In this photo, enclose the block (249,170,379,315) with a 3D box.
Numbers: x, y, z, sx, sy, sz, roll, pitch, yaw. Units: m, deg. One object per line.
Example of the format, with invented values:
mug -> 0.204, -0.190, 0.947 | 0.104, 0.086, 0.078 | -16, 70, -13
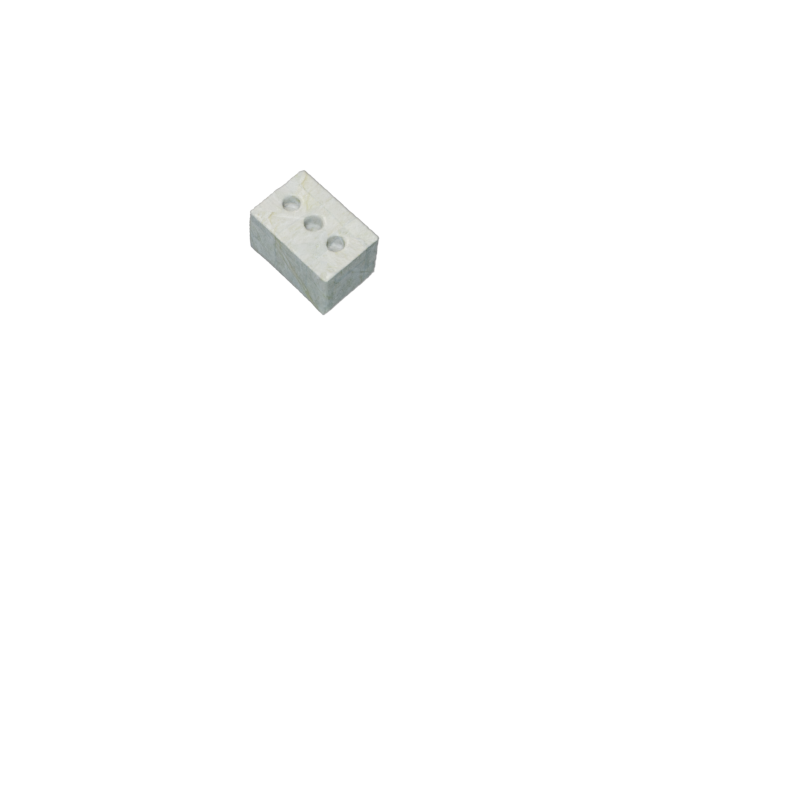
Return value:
block -> -0.060, -0.109, 0.766 | 0.053, 0.082, 0.048 | -41, -20, -19
